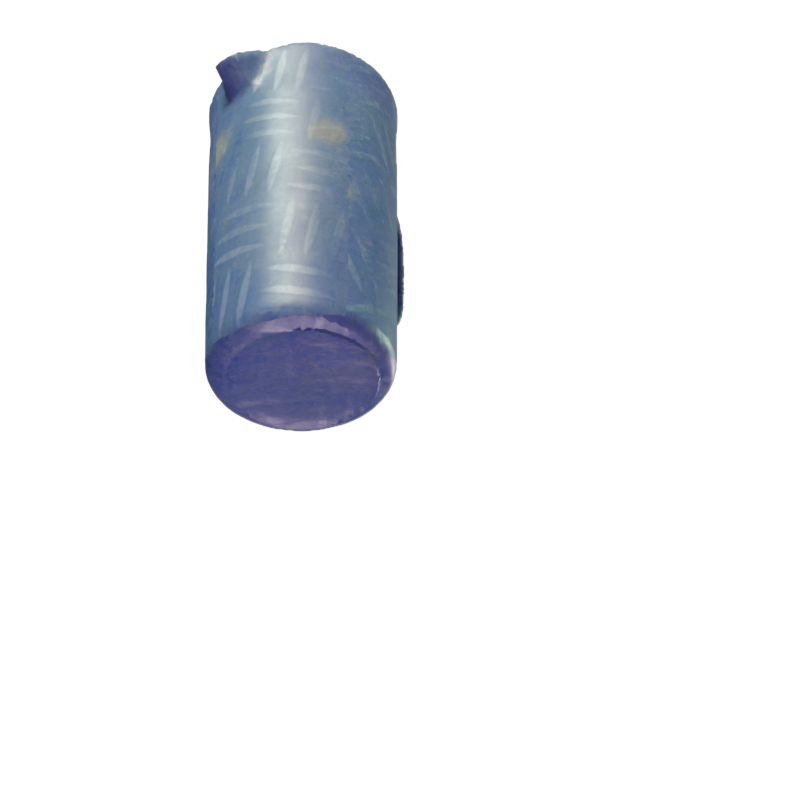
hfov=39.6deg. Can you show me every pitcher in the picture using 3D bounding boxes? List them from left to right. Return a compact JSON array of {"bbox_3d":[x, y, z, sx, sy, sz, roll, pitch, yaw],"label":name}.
[{"bbox_3d":[-0.055,-0.101,0.706,0.147,0.261,0.136,5,-42,-9],"label":"pitcher"}]
